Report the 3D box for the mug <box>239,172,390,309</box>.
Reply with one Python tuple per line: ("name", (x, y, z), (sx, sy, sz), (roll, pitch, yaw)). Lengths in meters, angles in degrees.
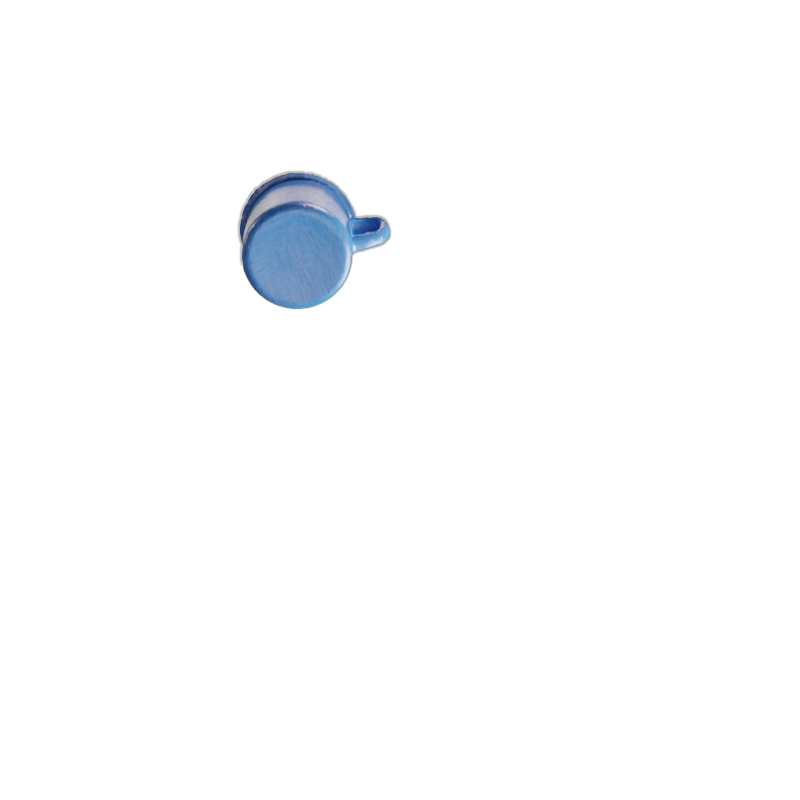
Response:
("mug", (-0.066, -0.119, 0.837), (0.117, 0.089, 0.085), (-5, 20, 0))
